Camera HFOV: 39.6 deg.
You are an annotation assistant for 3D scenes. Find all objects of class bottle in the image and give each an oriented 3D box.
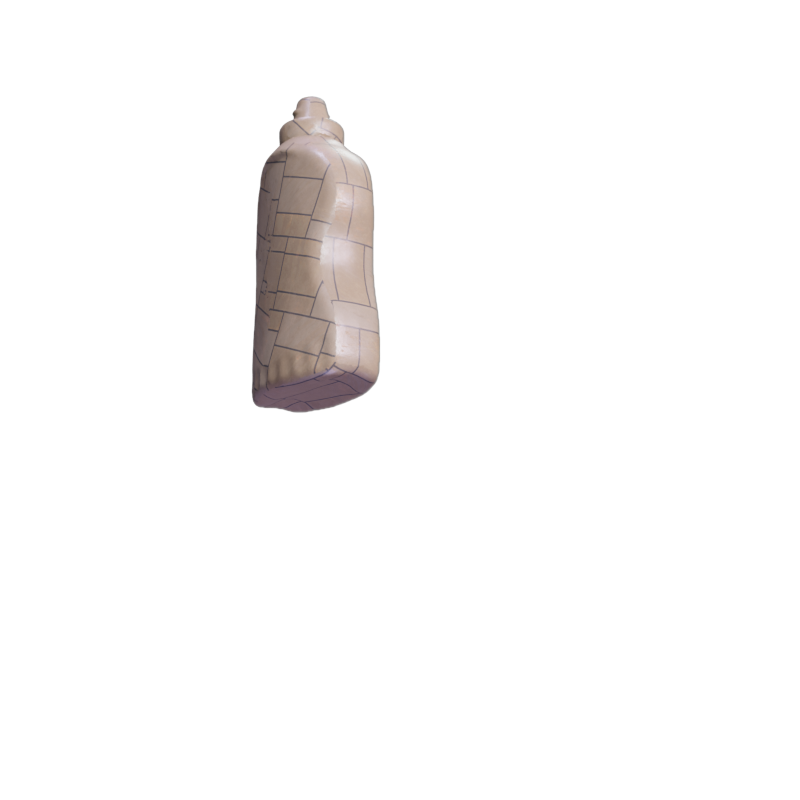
[{"bbox_3d":[-0.053,-0.095,0.668,0.056,0.201,0.096,11,-24,-30],"label":"bottle"}]
